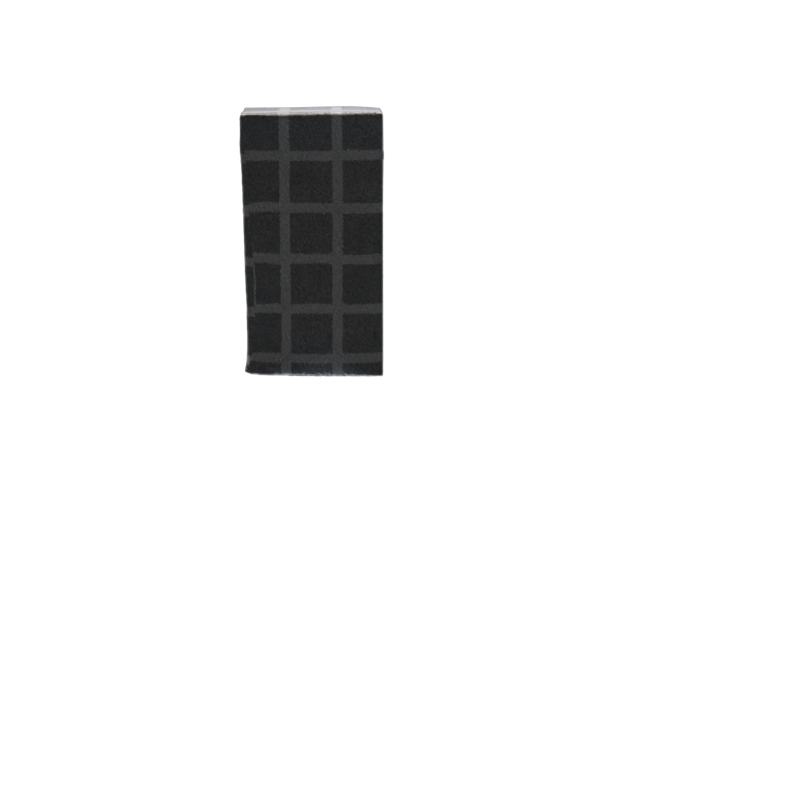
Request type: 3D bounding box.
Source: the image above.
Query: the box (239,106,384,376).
[{"bbox_3d":[-0.057,-0.105,0.732,0.093,0.171,0.049,1,12,0],"label":"box"}]
